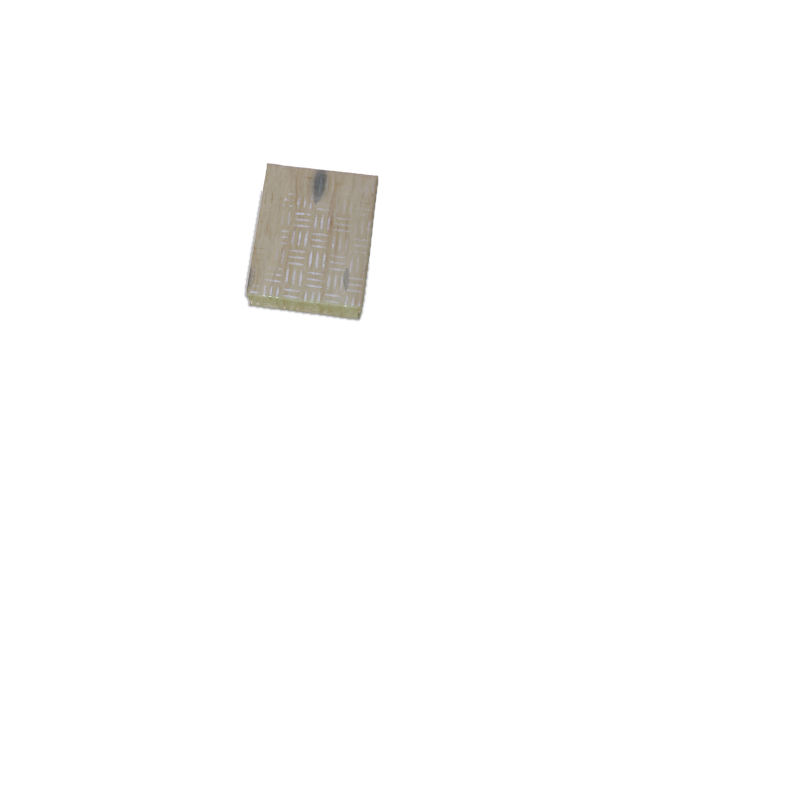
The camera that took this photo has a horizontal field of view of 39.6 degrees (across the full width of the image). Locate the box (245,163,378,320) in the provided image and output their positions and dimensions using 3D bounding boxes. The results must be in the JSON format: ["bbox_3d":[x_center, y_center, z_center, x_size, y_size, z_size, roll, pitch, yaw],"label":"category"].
[{"bbox_3d":[-0.068,-0.124,0.866,0.090,0.118,0.037,6,-20,2],"label":"box"}]
